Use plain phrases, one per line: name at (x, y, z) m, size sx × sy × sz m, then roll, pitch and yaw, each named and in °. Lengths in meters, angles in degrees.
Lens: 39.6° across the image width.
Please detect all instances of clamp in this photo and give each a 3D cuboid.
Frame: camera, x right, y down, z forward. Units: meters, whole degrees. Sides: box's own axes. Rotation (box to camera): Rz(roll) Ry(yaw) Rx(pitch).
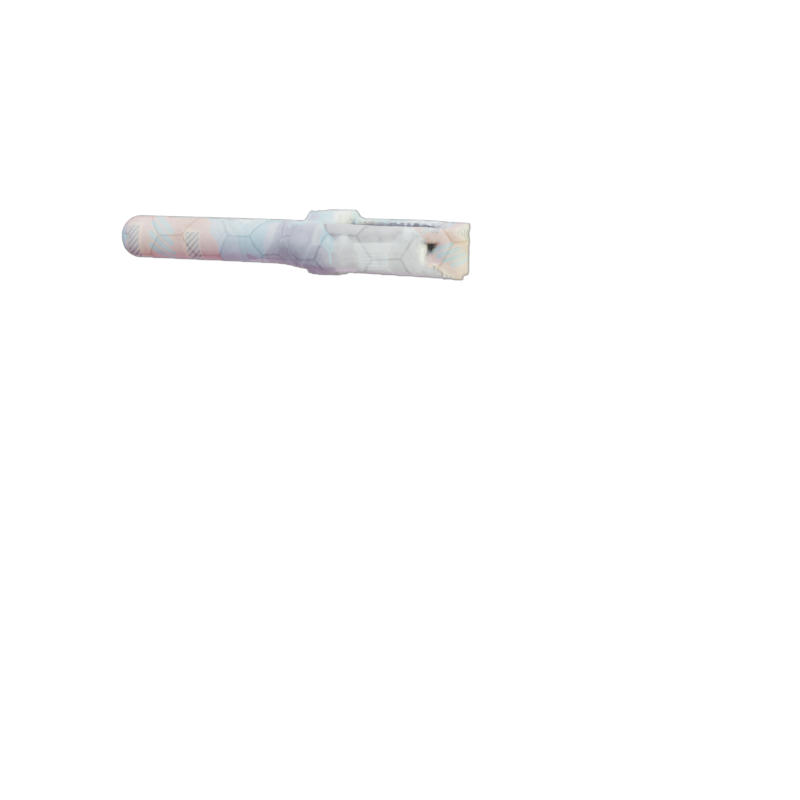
clamp at (-0.049, -0.089, 0.624) m, size 0.160 × 0.036 × 0.220 m, roll -8°, pitch 14°, yaw -34°
